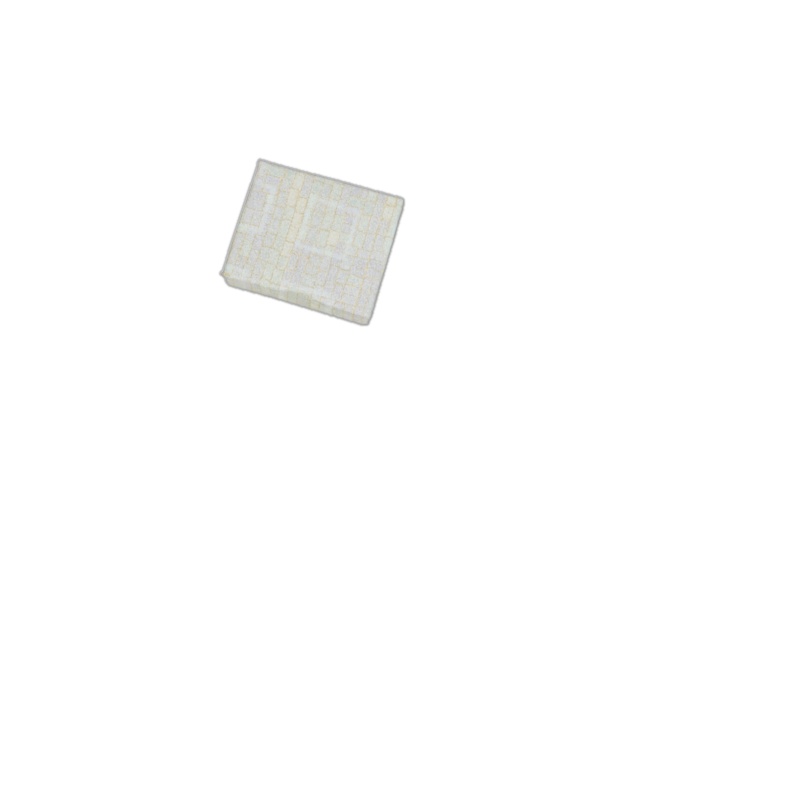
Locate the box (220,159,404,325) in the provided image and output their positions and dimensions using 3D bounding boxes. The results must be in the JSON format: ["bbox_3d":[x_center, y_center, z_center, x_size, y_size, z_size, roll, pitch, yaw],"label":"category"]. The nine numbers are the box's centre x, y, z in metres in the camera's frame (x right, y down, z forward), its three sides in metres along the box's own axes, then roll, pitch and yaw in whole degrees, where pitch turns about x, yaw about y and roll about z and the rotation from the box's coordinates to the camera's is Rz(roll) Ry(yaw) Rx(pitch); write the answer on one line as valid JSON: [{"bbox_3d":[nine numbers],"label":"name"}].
[{"bbox_3d":[-0.050,-0.091,0.638,0.090,0.075,0.029,16,-13,3],"label":"box"}]
